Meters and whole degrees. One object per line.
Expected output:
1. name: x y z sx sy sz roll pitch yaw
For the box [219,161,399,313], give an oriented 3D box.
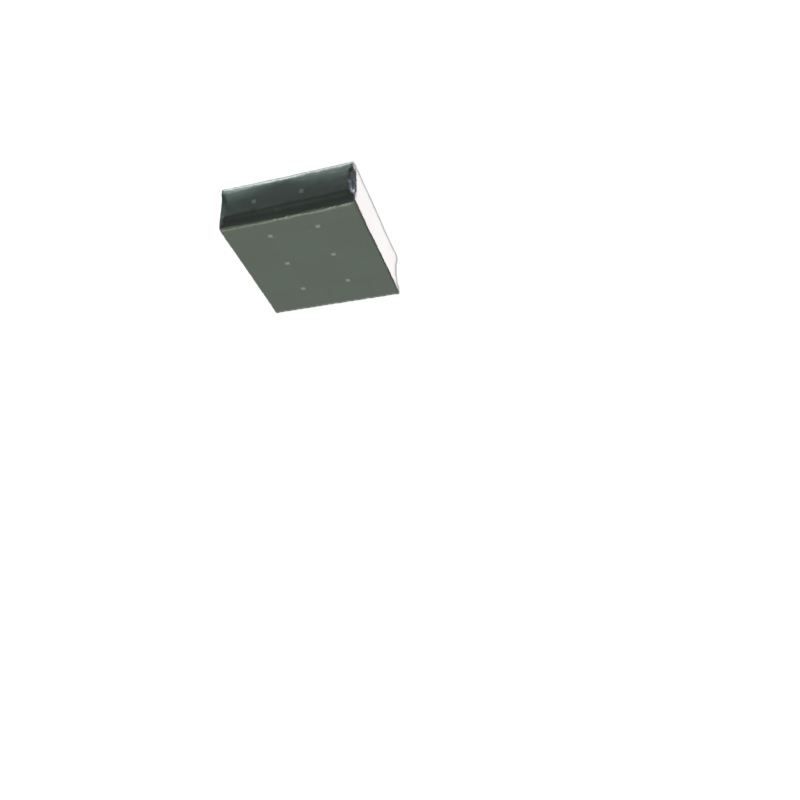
1. box: -0.046 -0.085 0.593 0.074 0.032 0.082 -9 -31 14
